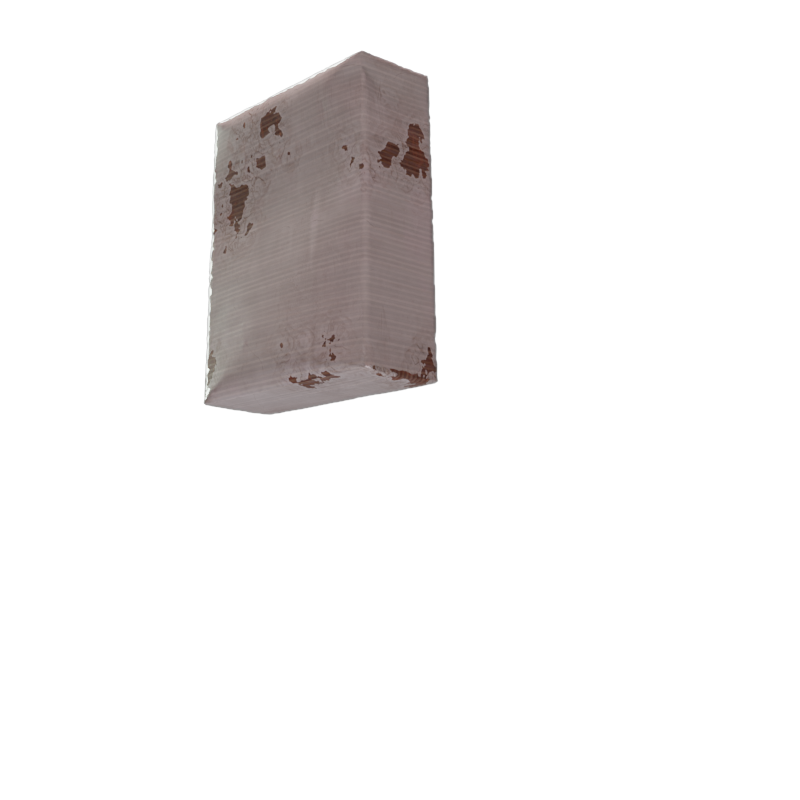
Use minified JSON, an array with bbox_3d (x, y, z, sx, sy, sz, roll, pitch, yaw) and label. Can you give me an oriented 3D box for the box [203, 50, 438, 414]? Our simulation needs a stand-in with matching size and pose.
[{"bbox_3d":[-0.059,-0.108,0.754,0.068,0.222,0.167,15,-21,-43],"label":"box"}]
